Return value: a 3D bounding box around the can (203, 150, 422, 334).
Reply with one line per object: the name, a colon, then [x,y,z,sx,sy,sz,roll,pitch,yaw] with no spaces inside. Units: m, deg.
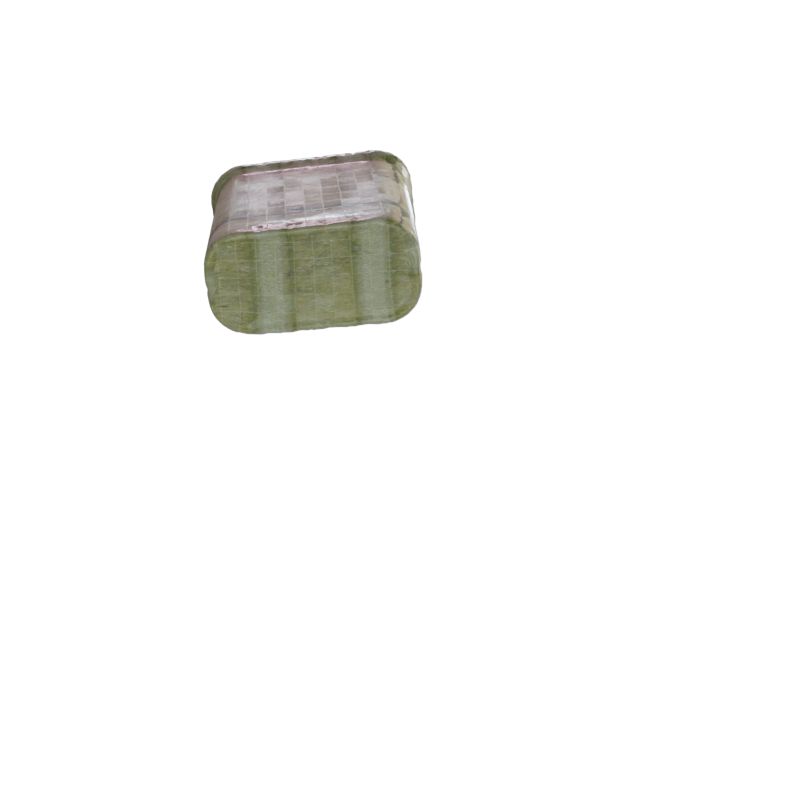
can: [-0.041,-0.075,0.527,0.102,0.054,0.089,-6,28,1]
